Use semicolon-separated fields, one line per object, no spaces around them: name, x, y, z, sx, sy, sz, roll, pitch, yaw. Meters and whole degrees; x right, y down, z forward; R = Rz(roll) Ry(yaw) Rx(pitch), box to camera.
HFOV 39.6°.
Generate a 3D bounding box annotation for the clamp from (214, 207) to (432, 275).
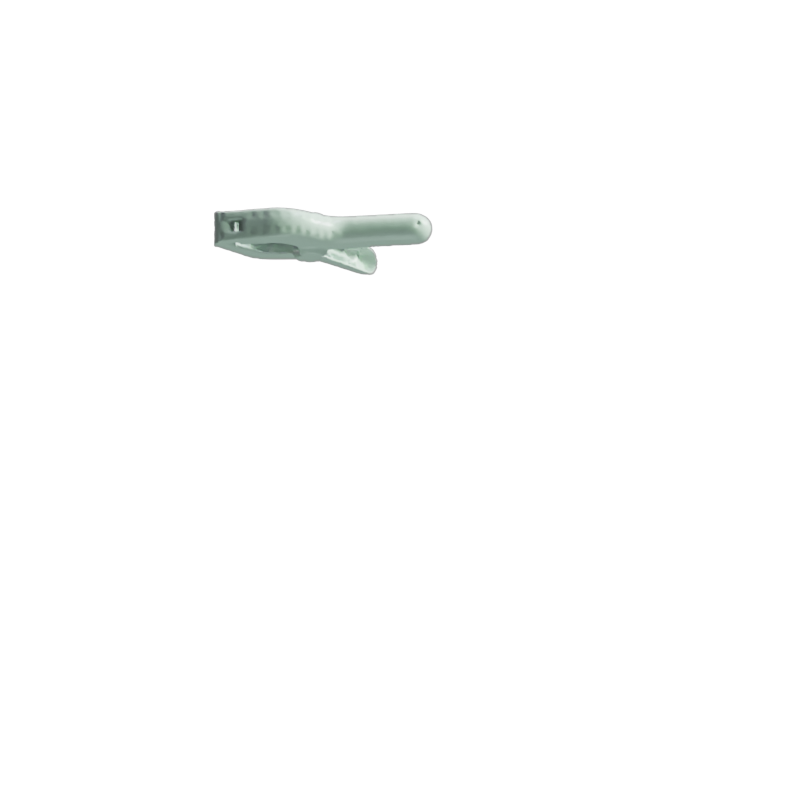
clamp;-0.071;-0.130;0.912;0.168;0.041;0.117;4;-17;-13
